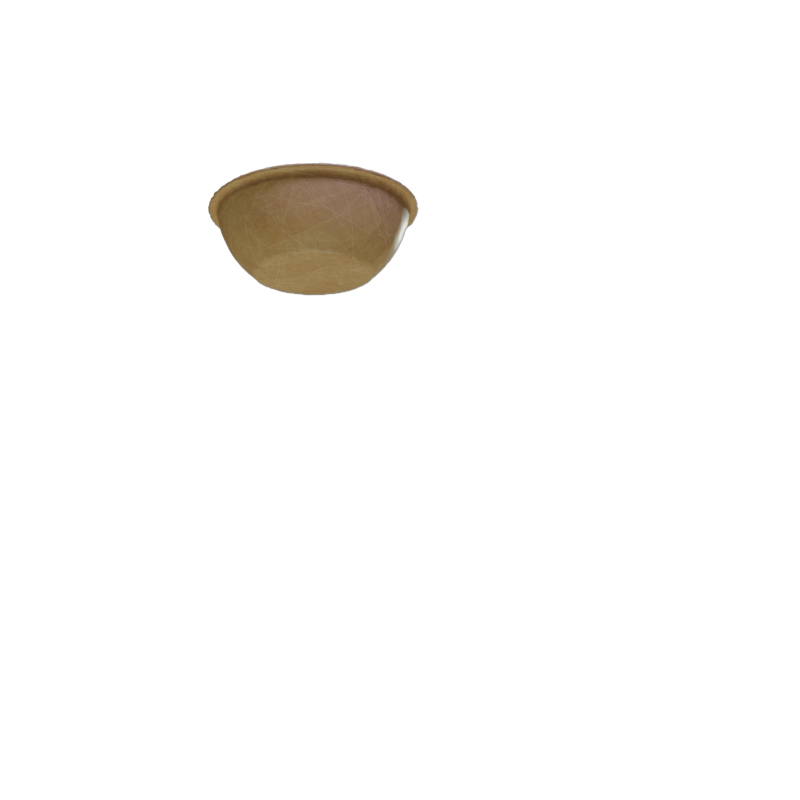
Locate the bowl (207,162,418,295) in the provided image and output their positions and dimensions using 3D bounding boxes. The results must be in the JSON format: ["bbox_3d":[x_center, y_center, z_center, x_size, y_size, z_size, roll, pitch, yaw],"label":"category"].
[{"bbox_3d":[-0.066,-0.121,0.844,0.162,0.058,0.155,0,-16,-2],"label":"bowl"}]
